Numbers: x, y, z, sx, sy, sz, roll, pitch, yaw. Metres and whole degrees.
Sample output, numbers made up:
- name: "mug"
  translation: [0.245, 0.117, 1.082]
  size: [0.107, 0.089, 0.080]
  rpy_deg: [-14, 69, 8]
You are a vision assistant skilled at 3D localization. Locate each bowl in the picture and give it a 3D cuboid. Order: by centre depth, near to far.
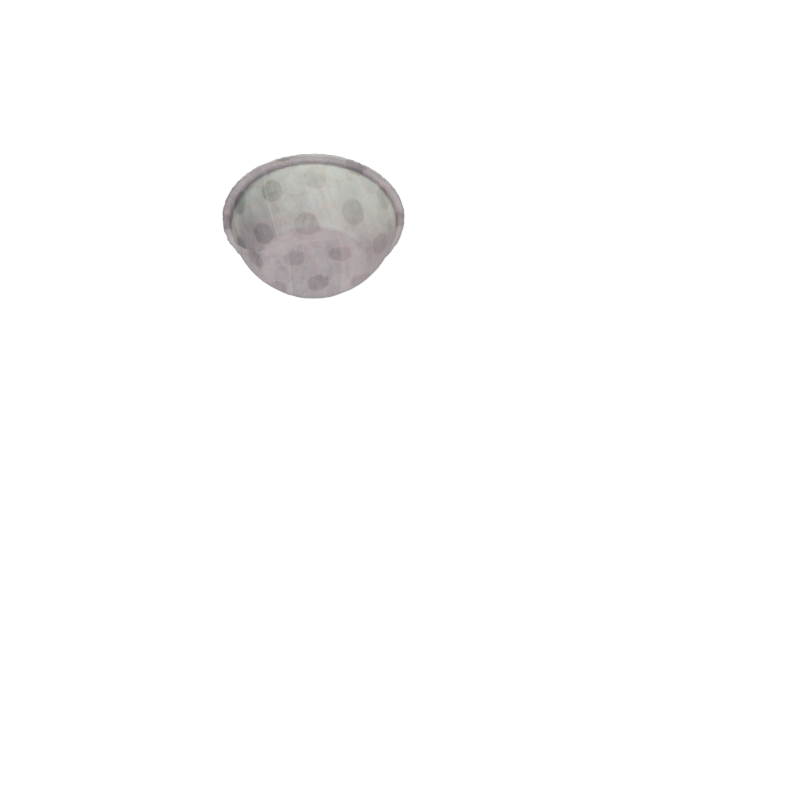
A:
- name: "bowl"
  translation: [-0.076, -0.138, 0.965]
  size: [0.162, 0.059, 0.151]
  rpy_deg: [1, -39, -1]
